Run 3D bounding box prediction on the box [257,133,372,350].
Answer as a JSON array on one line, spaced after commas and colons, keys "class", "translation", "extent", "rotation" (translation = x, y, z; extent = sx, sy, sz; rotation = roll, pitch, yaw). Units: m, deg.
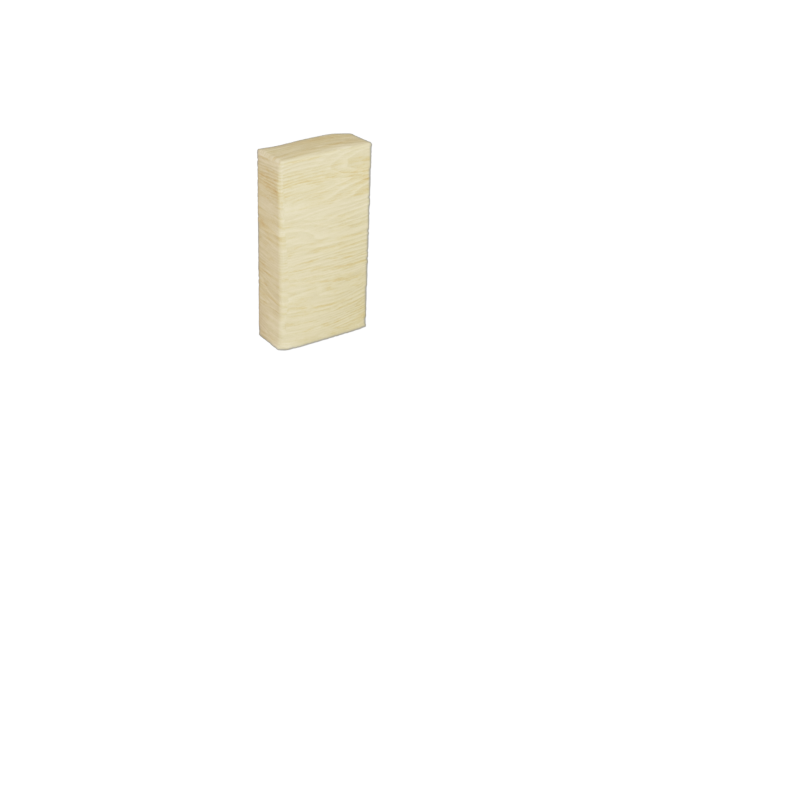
[{"class": "box", "translation": [-0.074, -0.136, 0.950], "extent": [0.092, 0.167, 0.051], "rotation": [-15, 29, -33]}]
